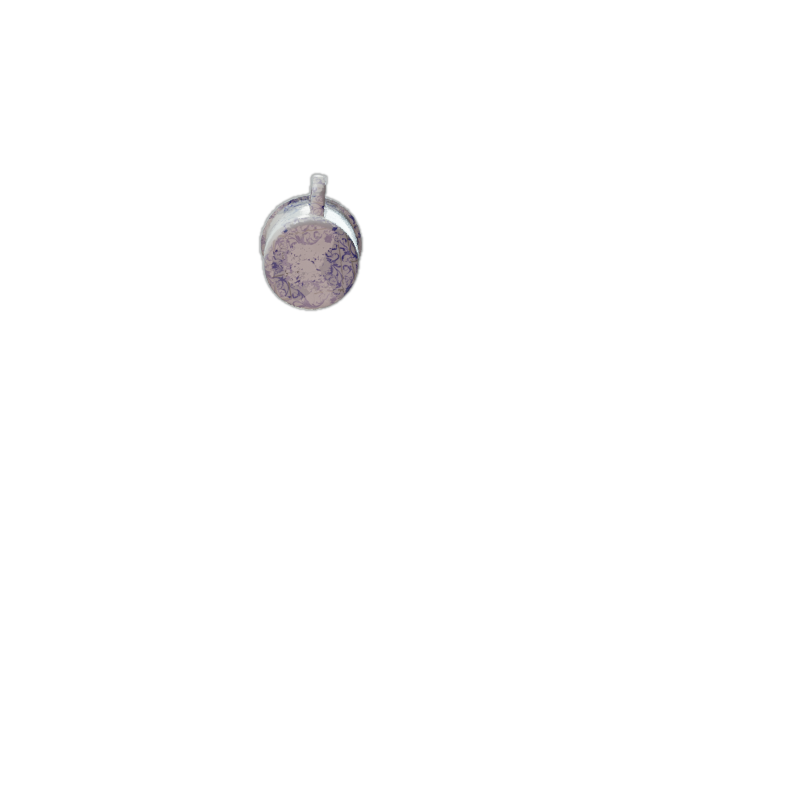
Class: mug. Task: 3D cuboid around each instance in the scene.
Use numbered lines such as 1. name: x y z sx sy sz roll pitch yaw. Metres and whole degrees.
1. mug: -0.076 -0.138 0.966 0.093 0.114 0.084 9 15 -5
